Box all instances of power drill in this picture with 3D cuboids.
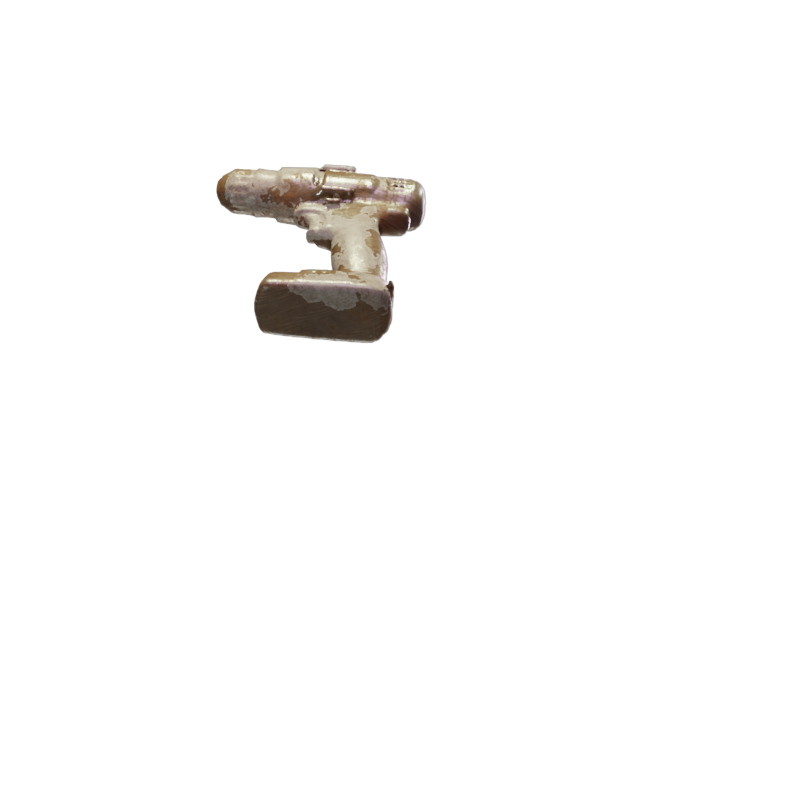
[{"bbox_3d":[-0.072,-0.131,0.918,0.185,0.053,0.200,3,42,3],"label":"power drill"}]
